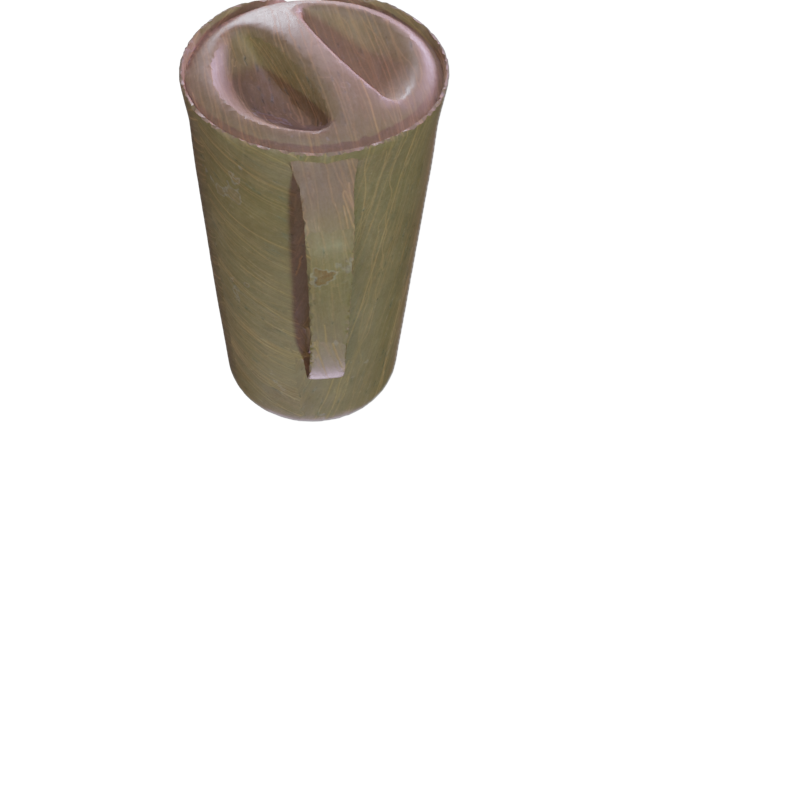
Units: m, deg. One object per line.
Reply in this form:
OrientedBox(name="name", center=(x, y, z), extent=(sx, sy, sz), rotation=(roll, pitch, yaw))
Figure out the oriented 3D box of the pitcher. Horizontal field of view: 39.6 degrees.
OrientedBox(name="pitcher", center=(-0.049, -0.089, 0.621), extent=(0.153, 0.226, 0.152), rotation=(32, 55, 22))
